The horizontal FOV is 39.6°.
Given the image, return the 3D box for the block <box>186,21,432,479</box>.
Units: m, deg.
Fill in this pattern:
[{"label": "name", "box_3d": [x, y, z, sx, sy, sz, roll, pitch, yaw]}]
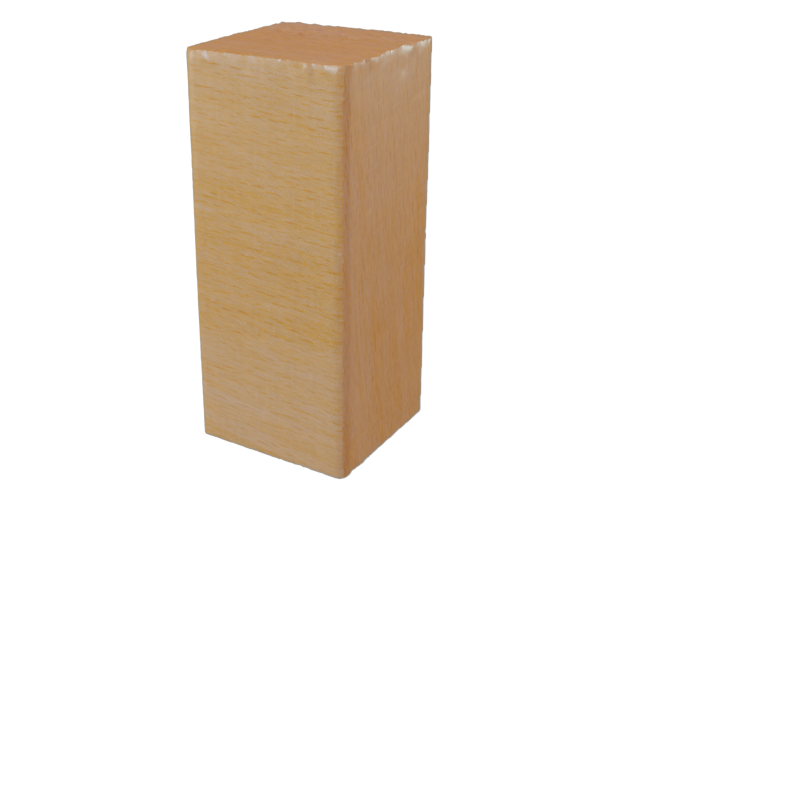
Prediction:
[{"label": "block", "box_3d": [-0.045, -0.081, 0.565, 0.095, 0.196, 0.090, 14, 26, 27]}]
